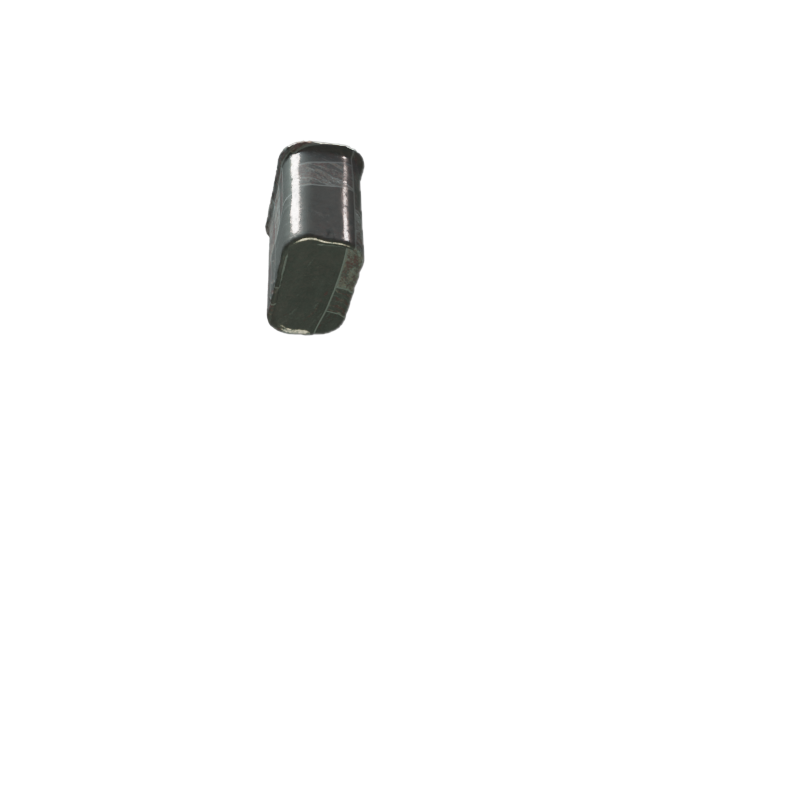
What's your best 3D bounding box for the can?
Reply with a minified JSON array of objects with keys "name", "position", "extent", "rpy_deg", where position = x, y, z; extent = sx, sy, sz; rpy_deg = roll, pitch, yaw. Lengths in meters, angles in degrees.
[{"name":"can","position":[-0.057,-0.103,0.724],"extent":[0.057,0.090,0.096],"rpy_deg":[6,-38,-11]}]
